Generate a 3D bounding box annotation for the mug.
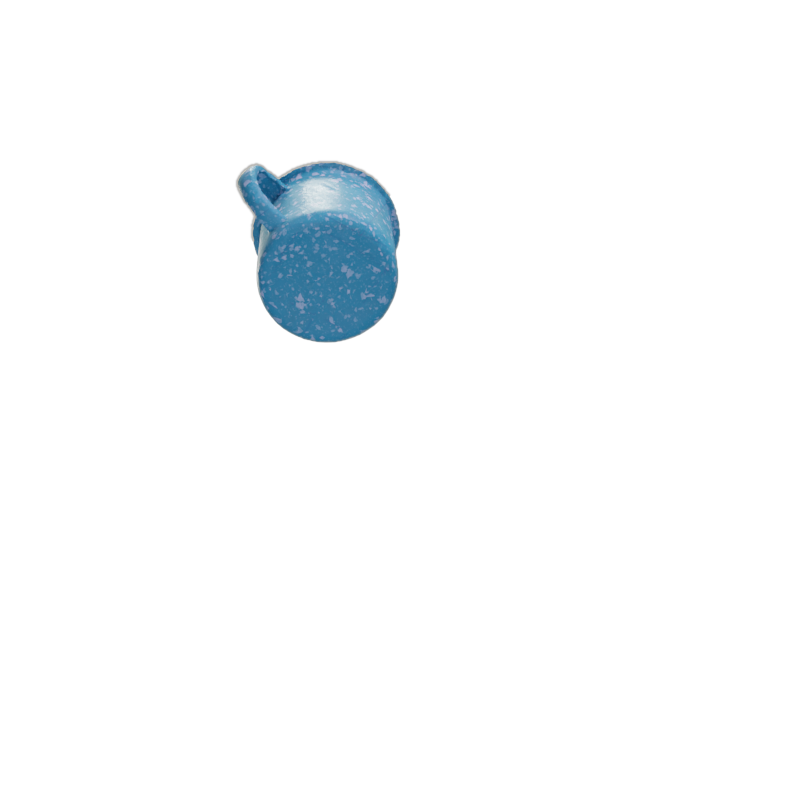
[{"bbox_3d":[-0.052,-0.094,0.661,0.092,0.112,0.086,-39,20,15],"label":"mug"}]
